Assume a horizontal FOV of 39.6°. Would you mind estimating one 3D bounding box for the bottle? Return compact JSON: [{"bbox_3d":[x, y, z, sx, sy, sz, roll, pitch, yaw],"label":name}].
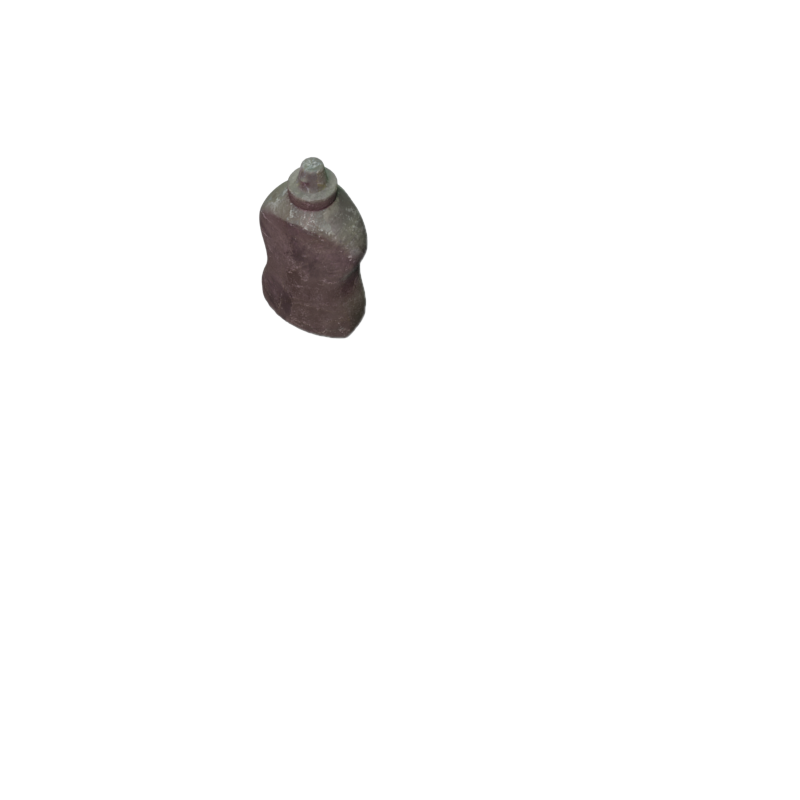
[{"bbox_3d":[-0.074,-0.135,0.947,0.100,0.060,0.179,29,-32,17],"label":"bottle"}]
